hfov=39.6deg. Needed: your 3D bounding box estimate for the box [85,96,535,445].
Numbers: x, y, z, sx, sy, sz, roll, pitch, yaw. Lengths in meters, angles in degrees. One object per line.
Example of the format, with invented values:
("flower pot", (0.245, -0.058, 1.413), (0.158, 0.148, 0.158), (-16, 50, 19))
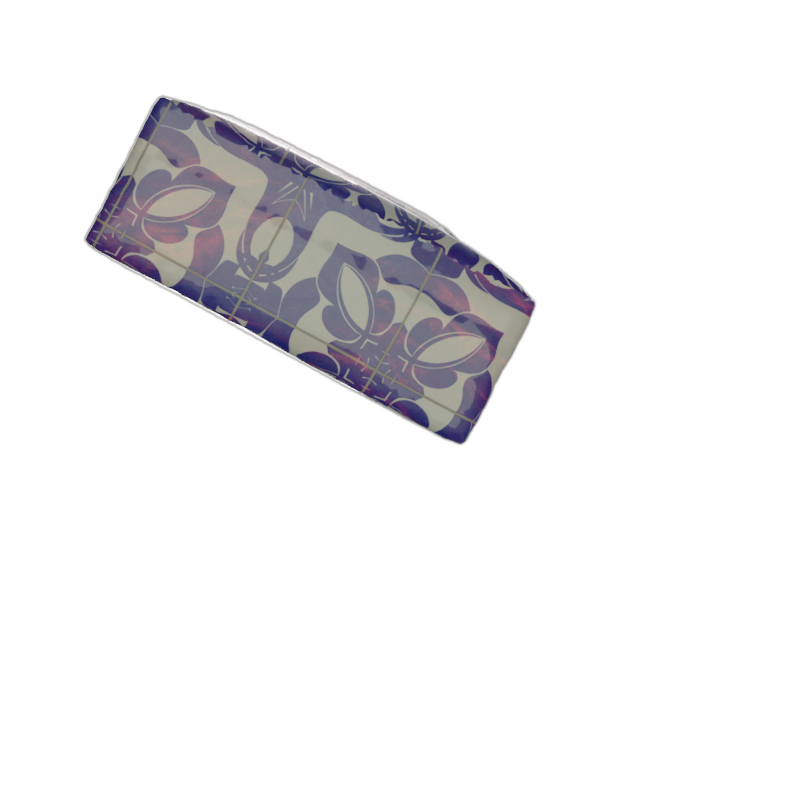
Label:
("box", (-0.040, -0.073, 0.513), (0.162, 0.071, 0.219), (27, 10, -8))
